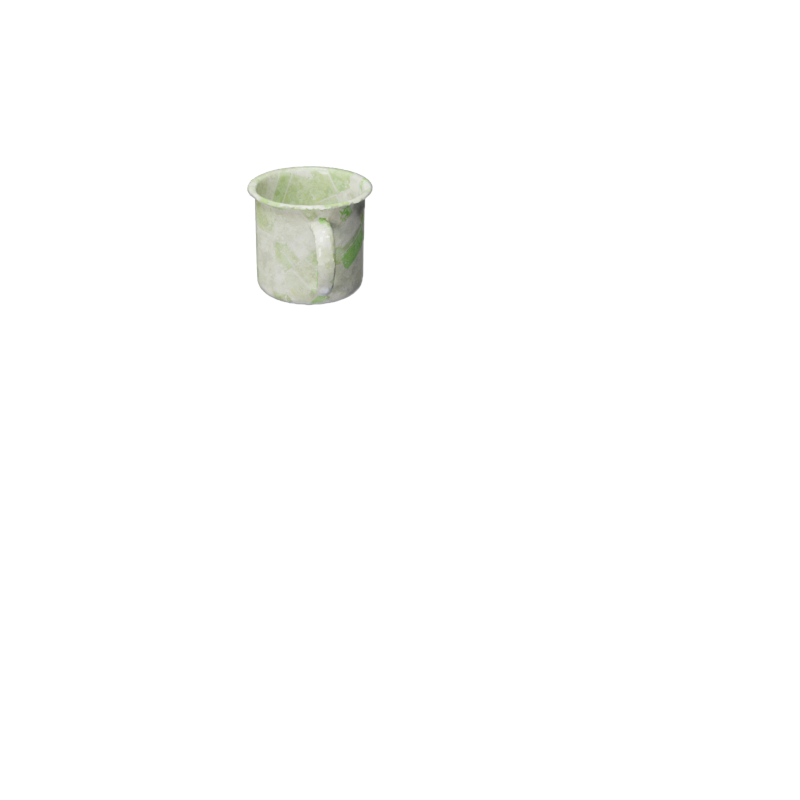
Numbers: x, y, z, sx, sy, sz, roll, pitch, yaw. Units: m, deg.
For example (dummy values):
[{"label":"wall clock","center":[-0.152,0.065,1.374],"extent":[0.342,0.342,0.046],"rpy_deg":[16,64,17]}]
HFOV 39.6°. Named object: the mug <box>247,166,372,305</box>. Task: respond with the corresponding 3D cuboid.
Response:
[{"label":"mug","center":[-0.065,-0.118,0.827],"extent":[0.092,0.077,0.125],"rpy_deg":[-6,28,-14]}]
